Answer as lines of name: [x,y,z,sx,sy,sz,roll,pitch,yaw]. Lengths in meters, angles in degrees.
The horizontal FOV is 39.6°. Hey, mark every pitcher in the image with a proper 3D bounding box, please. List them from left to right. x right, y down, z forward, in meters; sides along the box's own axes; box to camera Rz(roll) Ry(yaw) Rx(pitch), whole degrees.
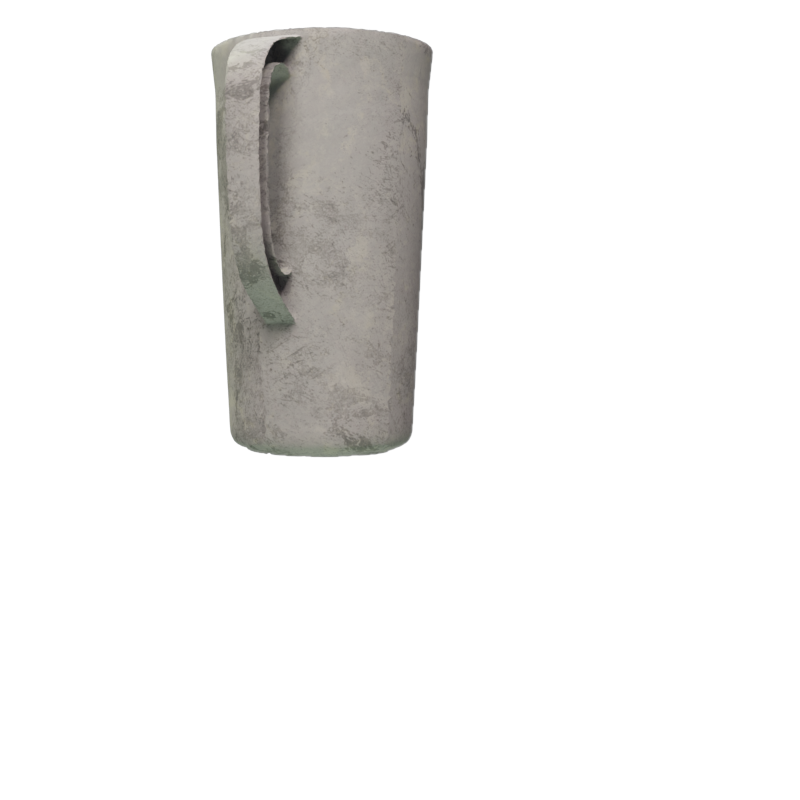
pitcher: [-0.051,-0.093,0.653,0.145,0.245,0.148,1,-2,-25]
